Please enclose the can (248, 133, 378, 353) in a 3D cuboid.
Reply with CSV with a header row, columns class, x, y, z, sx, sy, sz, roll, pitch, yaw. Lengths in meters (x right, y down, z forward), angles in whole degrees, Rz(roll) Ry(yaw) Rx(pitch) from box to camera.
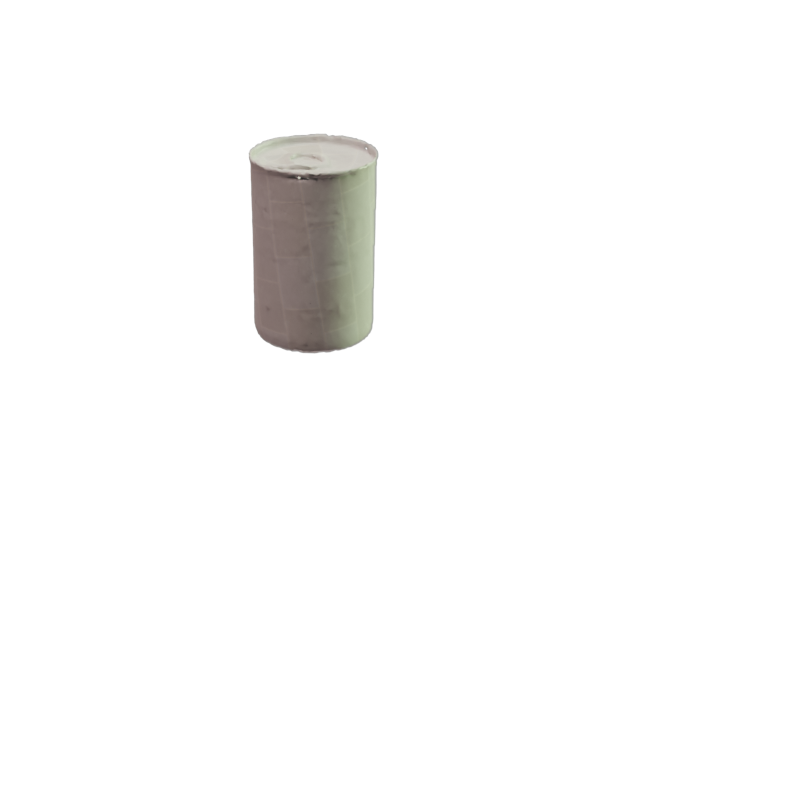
class,x,y,z,sx,sy,sz,roll,pitch,yaw
can,-0.047,-0.085,0.598,0.068,0.097,0.072,0,25,-2
